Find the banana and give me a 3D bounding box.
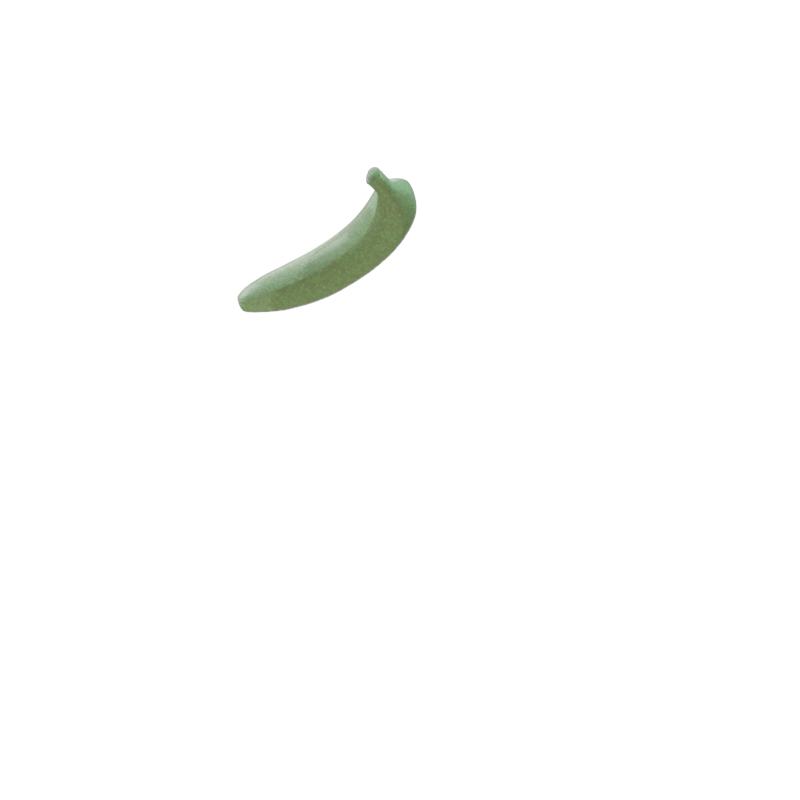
[{"bbox_3d":[-0.045,-0.111,0.801,0.066,0.039,0.194,18,-35,-29],"label":"banana"}]
